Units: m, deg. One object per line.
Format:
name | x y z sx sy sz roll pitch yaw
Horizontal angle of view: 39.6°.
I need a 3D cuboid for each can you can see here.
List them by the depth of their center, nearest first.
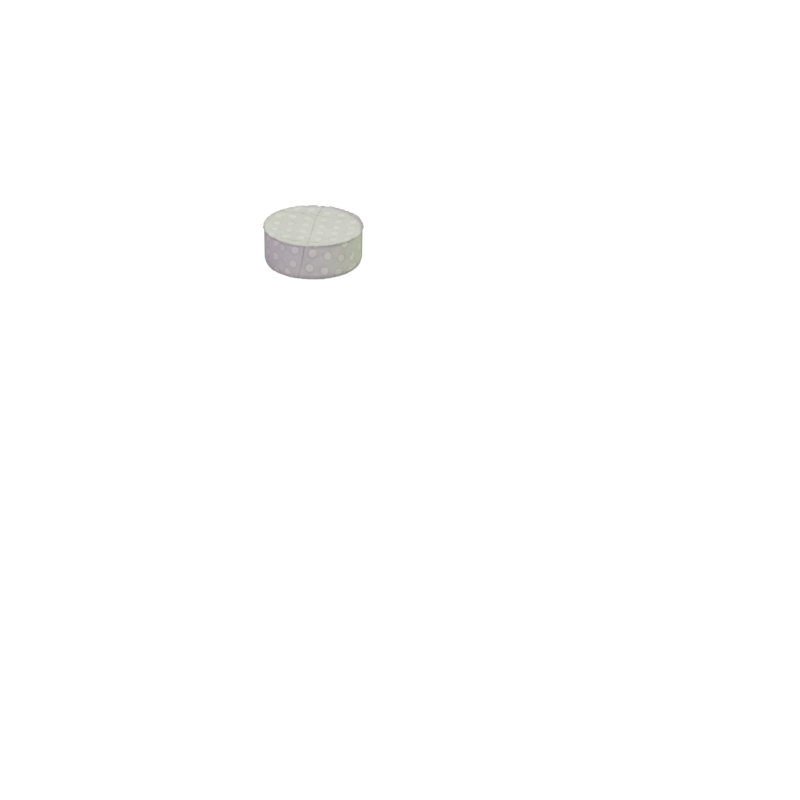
can | -0.075 -0.136 0.953 0.086 0.032 0.091 -1 30 -2
